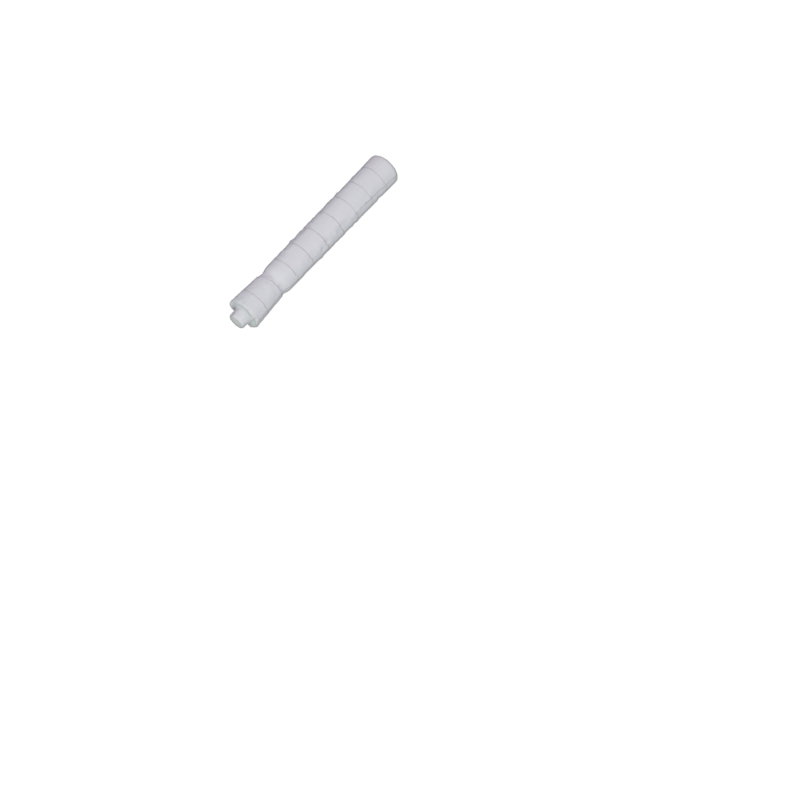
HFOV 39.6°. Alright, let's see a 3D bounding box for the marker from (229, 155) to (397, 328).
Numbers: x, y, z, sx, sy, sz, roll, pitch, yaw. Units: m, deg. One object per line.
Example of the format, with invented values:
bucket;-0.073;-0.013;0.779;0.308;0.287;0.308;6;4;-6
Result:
marker;-0.045;-0.082;0.573;0.123;0.019;0.020;-49;28;-23
